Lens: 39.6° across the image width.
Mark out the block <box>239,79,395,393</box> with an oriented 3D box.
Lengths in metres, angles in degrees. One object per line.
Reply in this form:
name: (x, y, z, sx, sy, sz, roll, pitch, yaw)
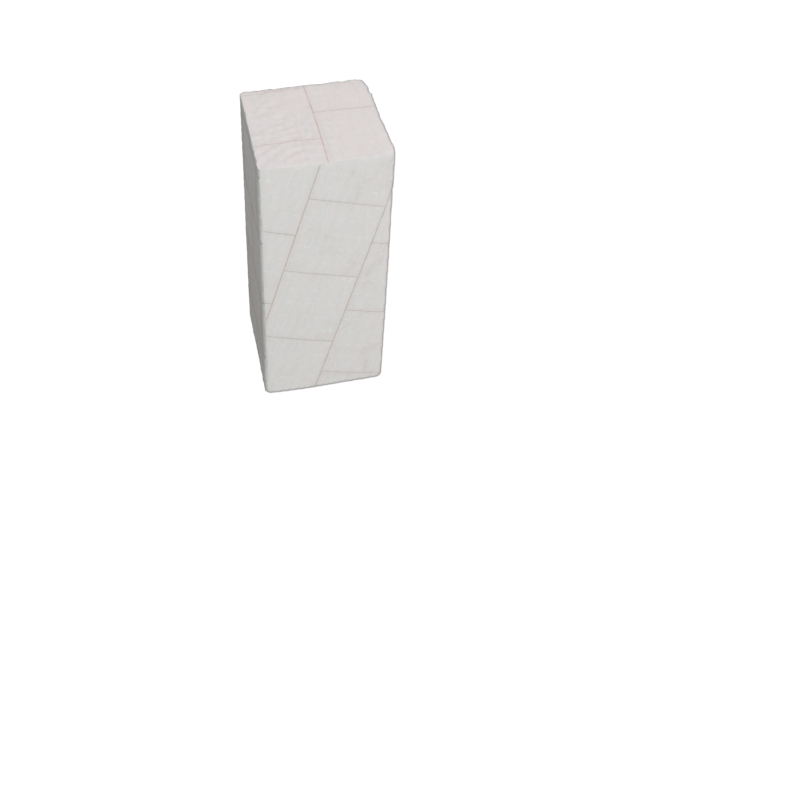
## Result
block: (-0.061, -0.112, 0.786, 0.089, 0.192, 0.098, -7, 45, -11)
